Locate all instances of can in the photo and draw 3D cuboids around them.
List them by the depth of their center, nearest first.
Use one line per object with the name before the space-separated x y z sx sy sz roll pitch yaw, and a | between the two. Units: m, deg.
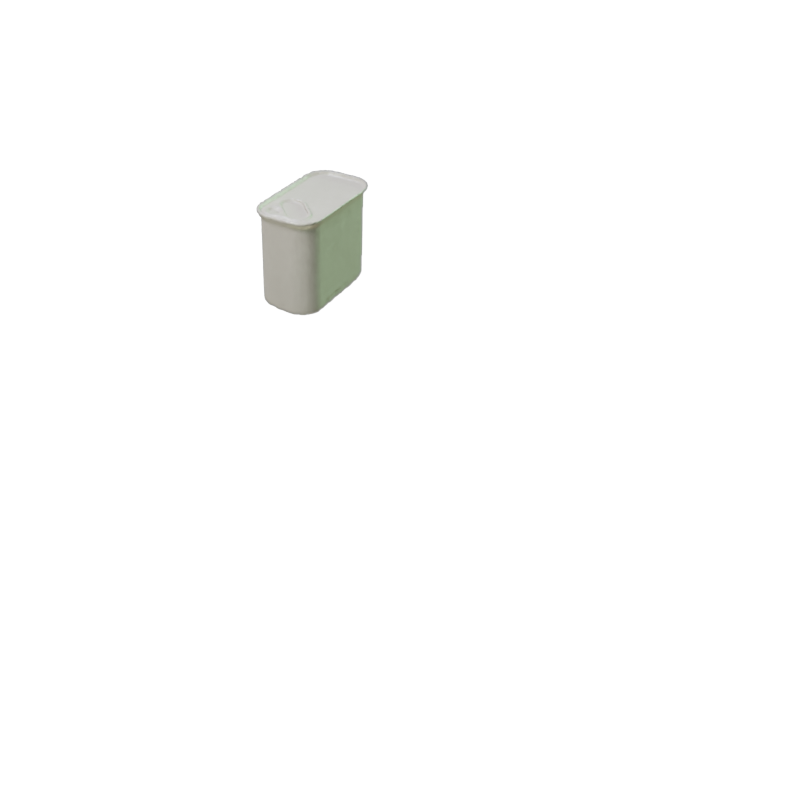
can | -0.071 -0.129 0.900 0.060 0.079 0.103 16 35 24
